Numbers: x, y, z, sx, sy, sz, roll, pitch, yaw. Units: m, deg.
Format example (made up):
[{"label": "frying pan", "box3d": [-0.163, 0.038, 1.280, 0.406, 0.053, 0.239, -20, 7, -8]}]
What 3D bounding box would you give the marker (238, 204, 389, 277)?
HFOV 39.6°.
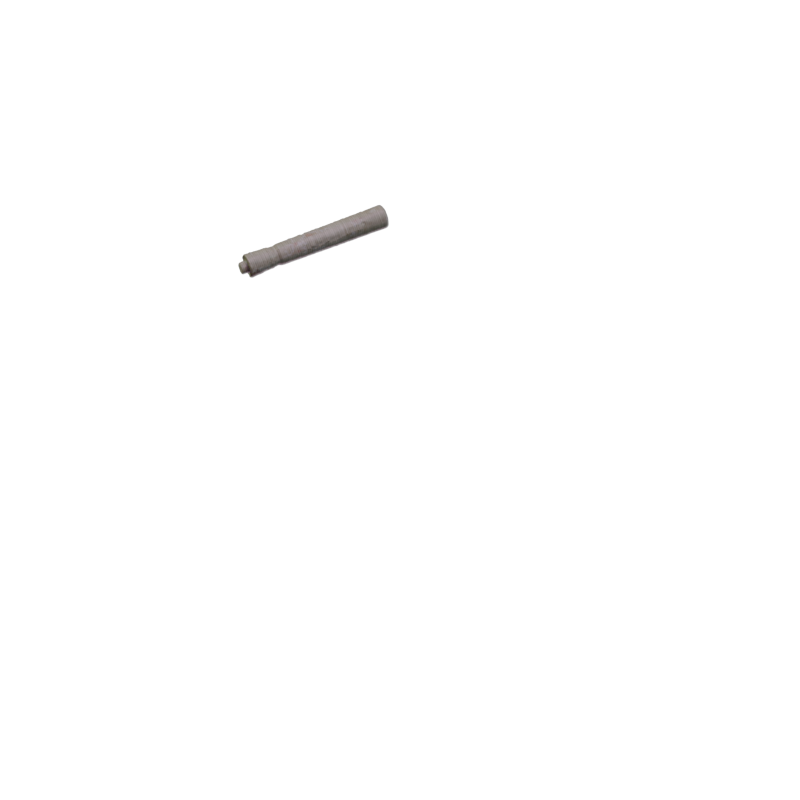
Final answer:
[{"label": "marker", "box3d": [-0.066, -0.120, 0.844, 0.120, 0.019, 0.020, -23, 11, -16]}]
